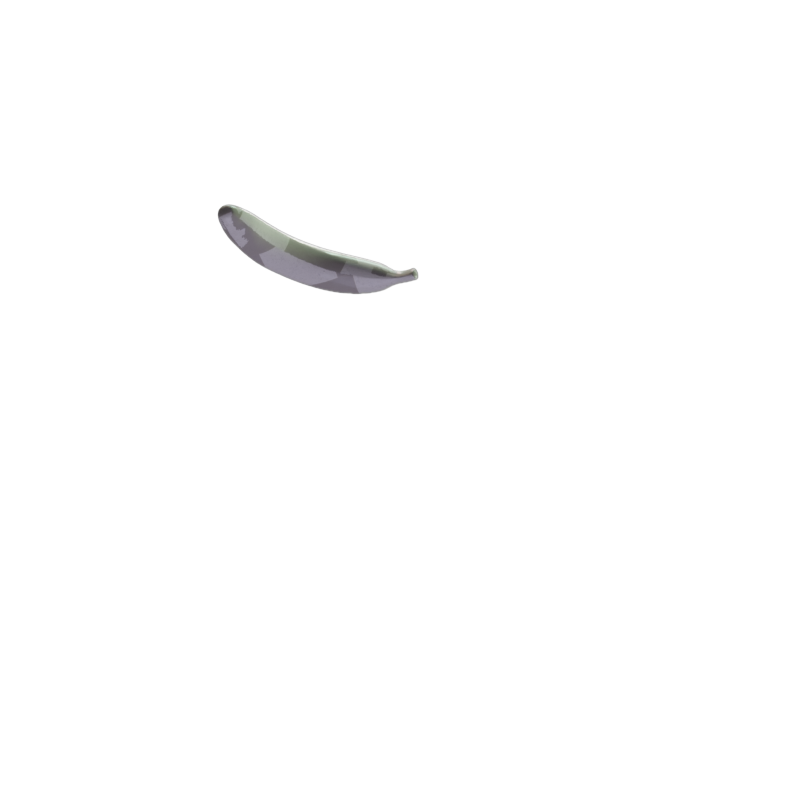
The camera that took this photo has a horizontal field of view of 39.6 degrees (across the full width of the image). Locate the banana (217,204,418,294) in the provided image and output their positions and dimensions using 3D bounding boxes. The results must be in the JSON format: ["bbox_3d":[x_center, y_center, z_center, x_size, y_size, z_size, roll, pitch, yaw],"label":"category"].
[{"bbox_3d":[-0.084,-0.134,1.013,0.190,0.039,0.068,15,-35,-22],"label":"banana"}]
